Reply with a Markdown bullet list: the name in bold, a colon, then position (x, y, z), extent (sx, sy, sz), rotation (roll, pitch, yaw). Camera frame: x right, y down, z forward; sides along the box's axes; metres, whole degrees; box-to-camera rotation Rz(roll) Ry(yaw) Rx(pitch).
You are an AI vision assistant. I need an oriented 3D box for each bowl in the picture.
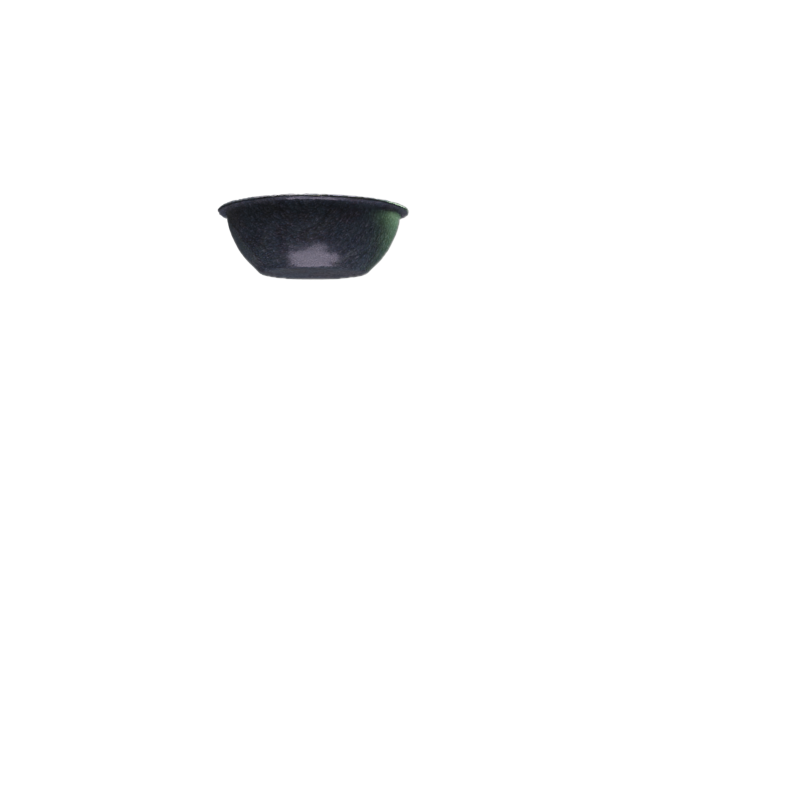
- **bowl**: position (-0.073, -0.133, 0.933), extent (0.162, 0.056, 0.161), rotation (0, -1, -2)
